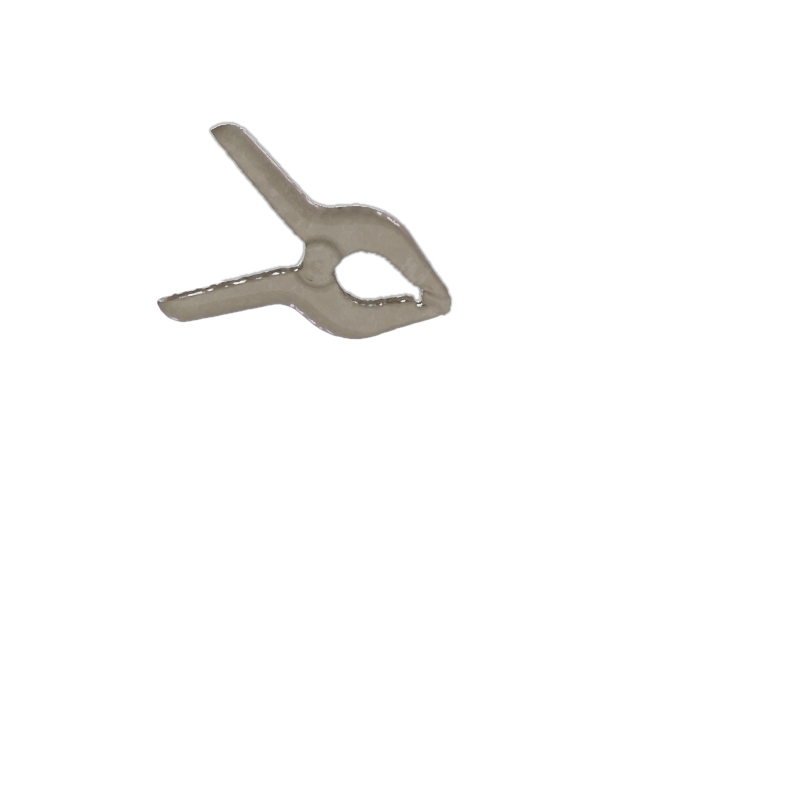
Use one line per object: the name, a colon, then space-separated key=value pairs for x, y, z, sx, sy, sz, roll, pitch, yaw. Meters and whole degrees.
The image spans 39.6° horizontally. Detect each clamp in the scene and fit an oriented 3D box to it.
clamp: x=-0.051 y=-0.093 z=0.652 sx=0.171 sy=0.116 sz=0.041 roll=9 pitch=15 yaw=-3
